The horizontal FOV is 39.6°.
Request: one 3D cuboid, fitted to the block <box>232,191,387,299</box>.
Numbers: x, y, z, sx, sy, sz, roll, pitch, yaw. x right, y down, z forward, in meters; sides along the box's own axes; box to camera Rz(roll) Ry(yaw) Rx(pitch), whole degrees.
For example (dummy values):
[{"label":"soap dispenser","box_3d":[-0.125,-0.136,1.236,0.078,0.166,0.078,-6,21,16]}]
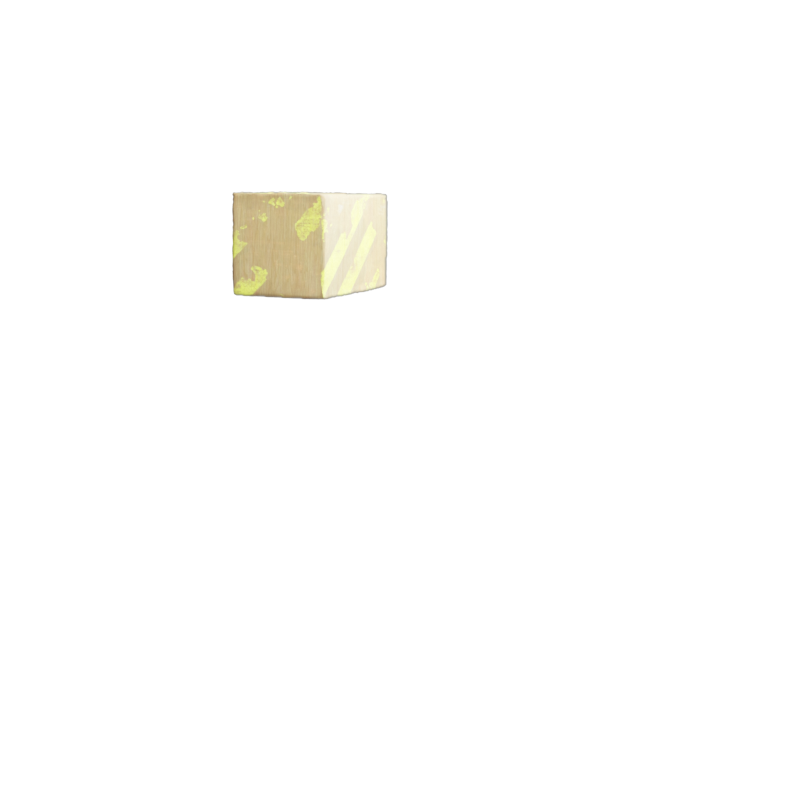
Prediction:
[{"label":"block","box_3d":[-0.044,-0.081,0.567,0.054,0.051,0.077,3,9,23]}]
